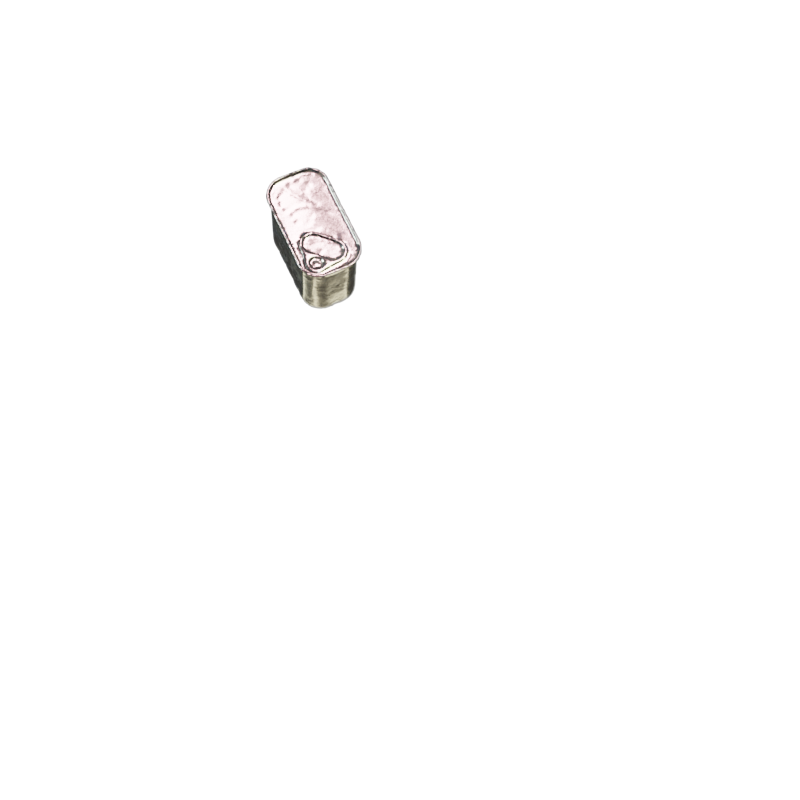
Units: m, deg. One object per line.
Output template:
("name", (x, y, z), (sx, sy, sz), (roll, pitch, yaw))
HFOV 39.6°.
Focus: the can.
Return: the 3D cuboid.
("can", (-0.077, -0.140, 0.980), (0.057, 0.108, 0.080), (-22, -20, -11))
